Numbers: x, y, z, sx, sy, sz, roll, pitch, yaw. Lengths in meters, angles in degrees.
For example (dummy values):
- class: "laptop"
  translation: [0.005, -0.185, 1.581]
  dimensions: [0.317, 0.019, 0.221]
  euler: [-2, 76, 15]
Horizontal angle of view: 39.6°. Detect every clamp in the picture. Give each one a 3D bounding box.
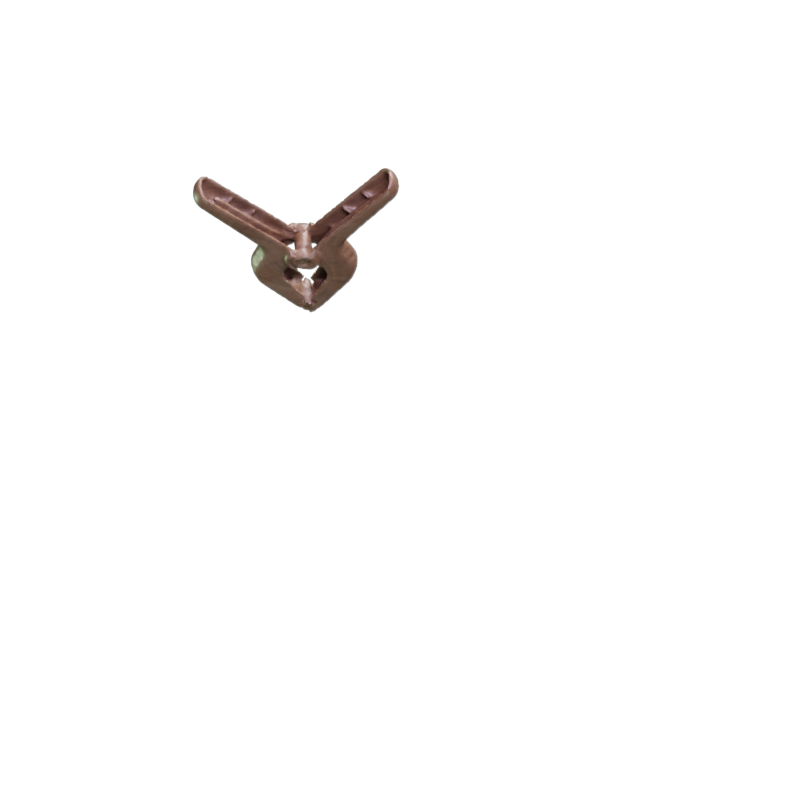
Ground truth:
- class: "clamp"
  translation: [-0.075, -0.137, 0.961]
  dimensions: [0.166, 0.039, 0.196]
  euler: [-3, -25, 7]
